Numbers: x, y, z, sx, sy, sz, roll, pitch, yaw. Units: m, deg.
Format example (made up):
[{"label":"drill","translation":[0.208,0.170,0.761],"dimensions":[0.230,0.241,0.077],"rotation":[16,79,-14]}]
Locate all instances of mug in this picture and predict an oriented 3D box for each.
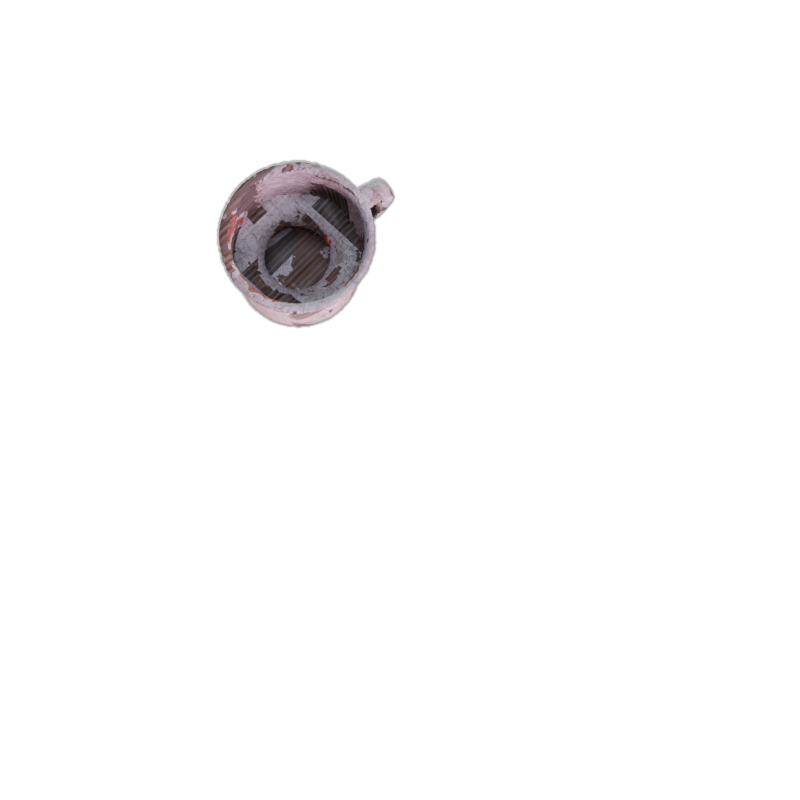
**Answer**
[{"label":"mug","translation":[-0.054,-0.099,0.693],"dimensions":[0.117,0.096,0.079],"rotation":[-37,-8,-9]}]
